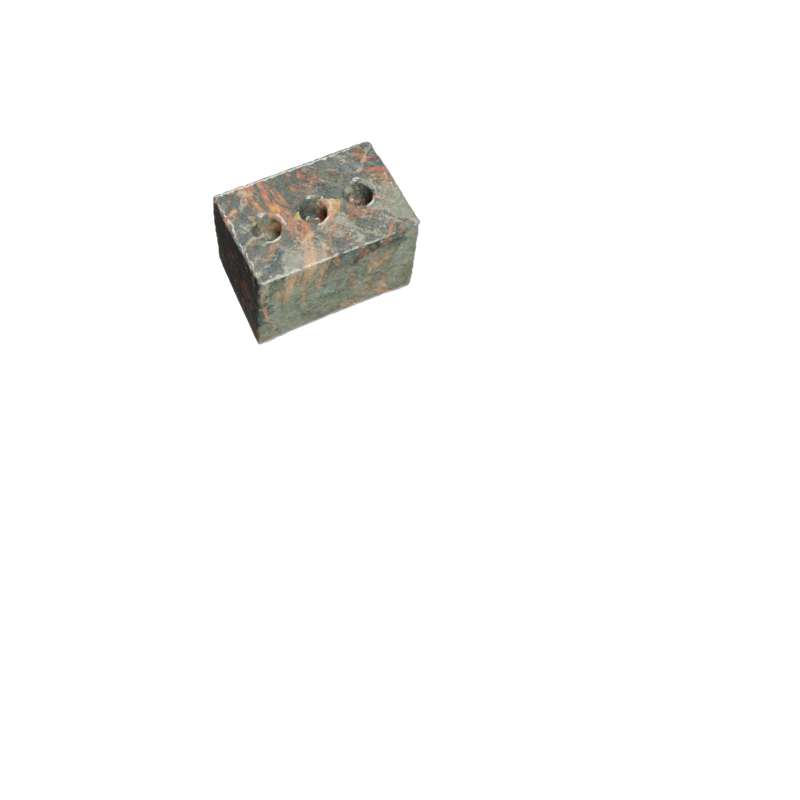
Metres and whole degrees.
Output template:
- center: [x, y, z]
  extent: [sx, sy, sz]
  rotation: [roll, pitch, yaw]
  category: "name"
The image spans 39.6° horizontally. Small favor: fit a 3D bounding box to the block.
- center: [-0.039, -0.071, 0.497]
  extent: [0.078, 0.056, 0.048]
  rotation: [-23, -26, -14]
  category: "block"
